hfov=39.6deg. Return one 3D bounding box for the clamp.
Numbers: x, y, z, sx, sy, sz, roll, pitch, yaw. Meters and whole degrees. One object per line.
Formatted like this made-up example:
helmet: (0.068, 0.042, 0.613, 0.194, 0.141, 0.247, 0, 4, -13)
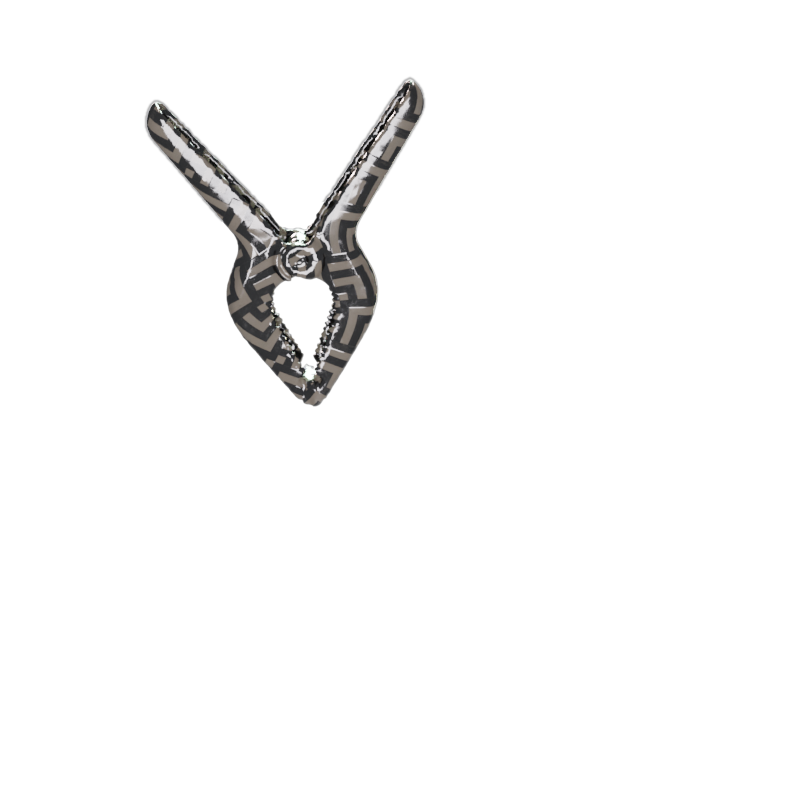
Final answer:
clamp: (-0.054, -0.098, 0.686, 0.165, 0.200, 0.038, -10, 20, 4)
